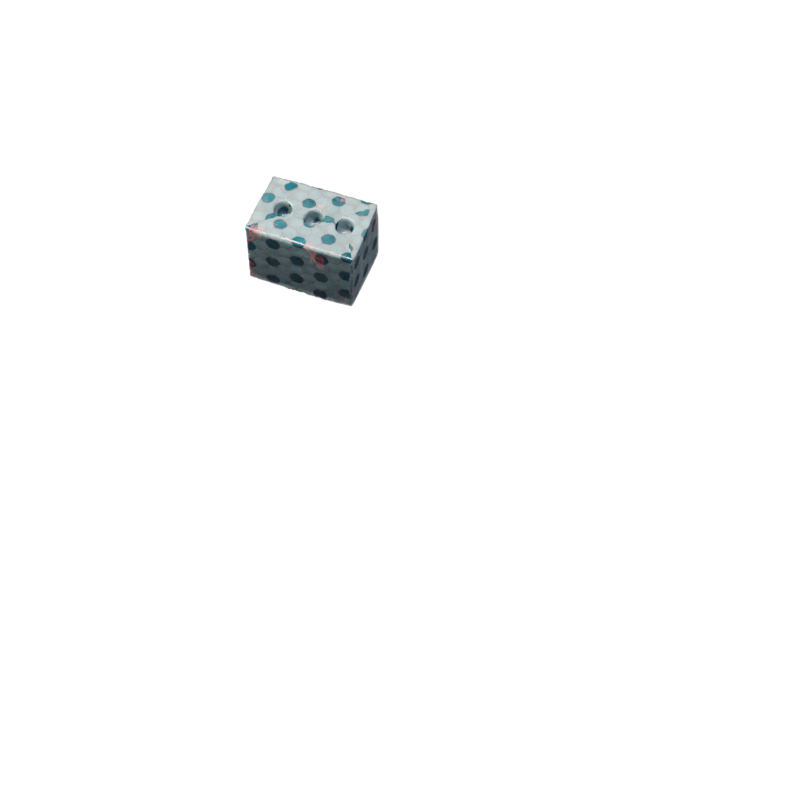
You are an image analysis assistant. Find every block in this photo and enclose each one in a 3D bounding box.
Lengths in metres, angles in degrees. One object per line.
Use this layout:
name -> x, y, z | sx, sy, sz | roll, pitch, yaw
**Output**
block -> -0.059, -0.107, 0.748 | 0.080, 0.055, 0.048 | 17, -36, 11
